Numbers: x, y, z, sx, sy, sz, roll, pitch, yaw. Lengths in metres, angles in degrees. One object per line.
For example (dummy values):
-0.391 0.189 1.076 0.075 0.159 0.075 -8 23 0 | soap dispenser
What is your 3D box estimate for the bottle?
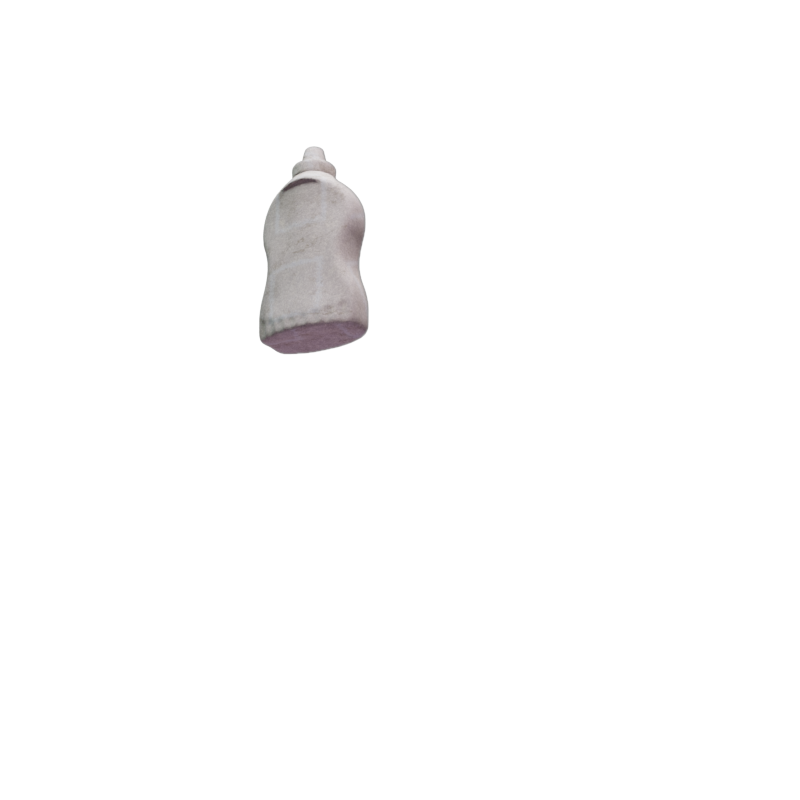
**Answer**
-0.077 -0.142 0.993 0.097 0.203 0.054 -15 -28 27 | bottle
